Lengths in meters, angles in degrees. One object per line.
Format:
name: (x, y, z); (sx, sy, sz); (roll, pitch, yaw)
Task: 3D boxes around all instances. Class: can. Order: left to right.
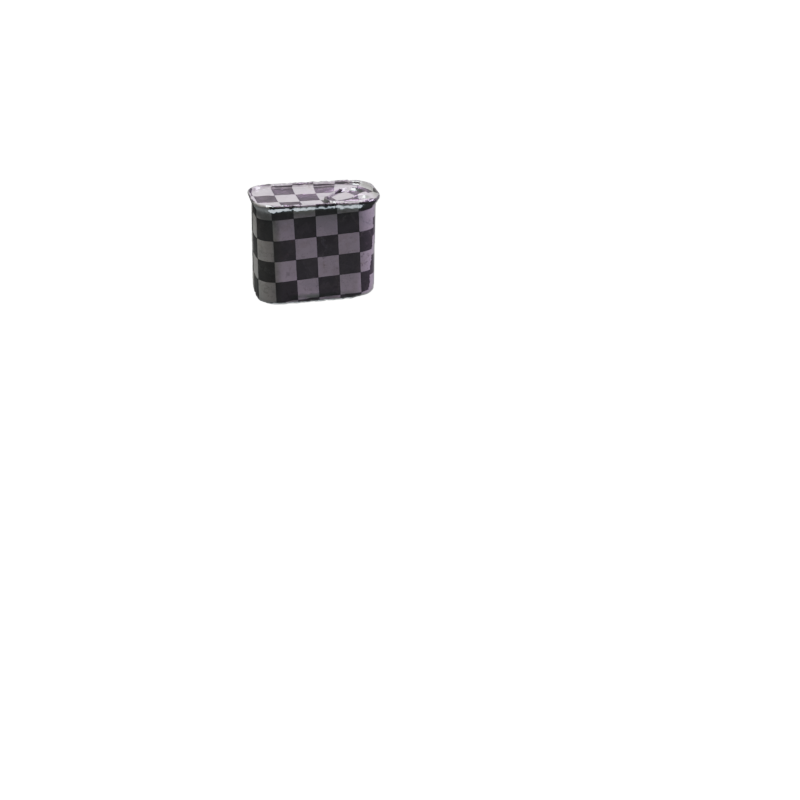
can: (-0.069, -0.126, 0.885); (0.100, 0.080, 0.061); (-5, 24, -12)
